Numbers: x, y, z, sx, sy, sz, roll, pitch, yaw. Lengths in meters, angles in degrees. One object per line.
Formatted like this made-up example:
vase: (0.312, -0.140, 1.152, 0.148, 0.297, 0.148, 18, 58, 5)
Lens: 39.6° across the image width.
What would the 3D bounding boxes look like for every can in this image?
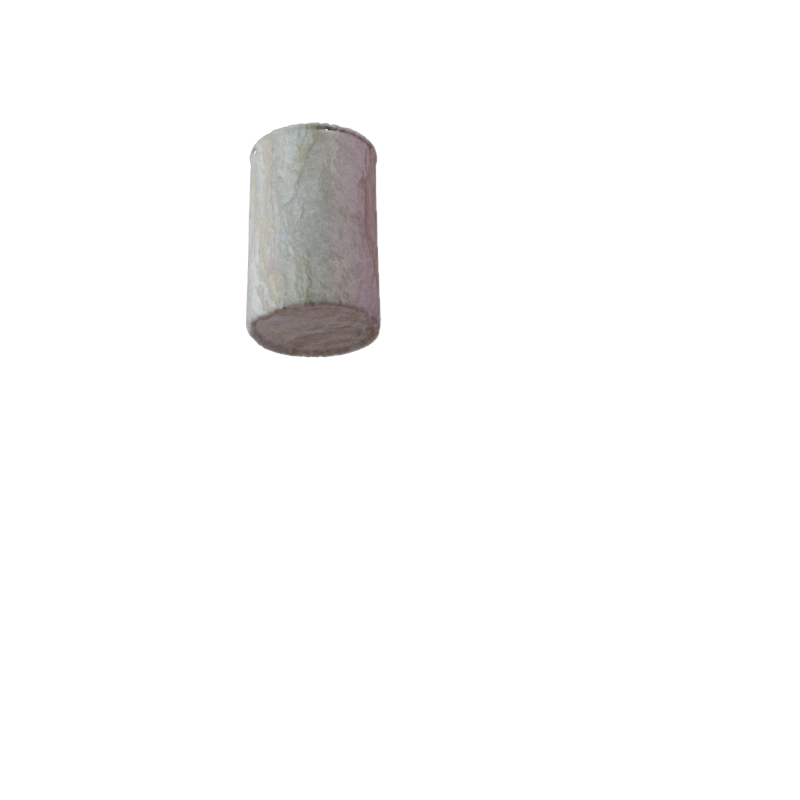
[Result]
can: (-0.044, -0.081, 0.568, 0.068, 0.108, 0.065, 0, -25, -2)
